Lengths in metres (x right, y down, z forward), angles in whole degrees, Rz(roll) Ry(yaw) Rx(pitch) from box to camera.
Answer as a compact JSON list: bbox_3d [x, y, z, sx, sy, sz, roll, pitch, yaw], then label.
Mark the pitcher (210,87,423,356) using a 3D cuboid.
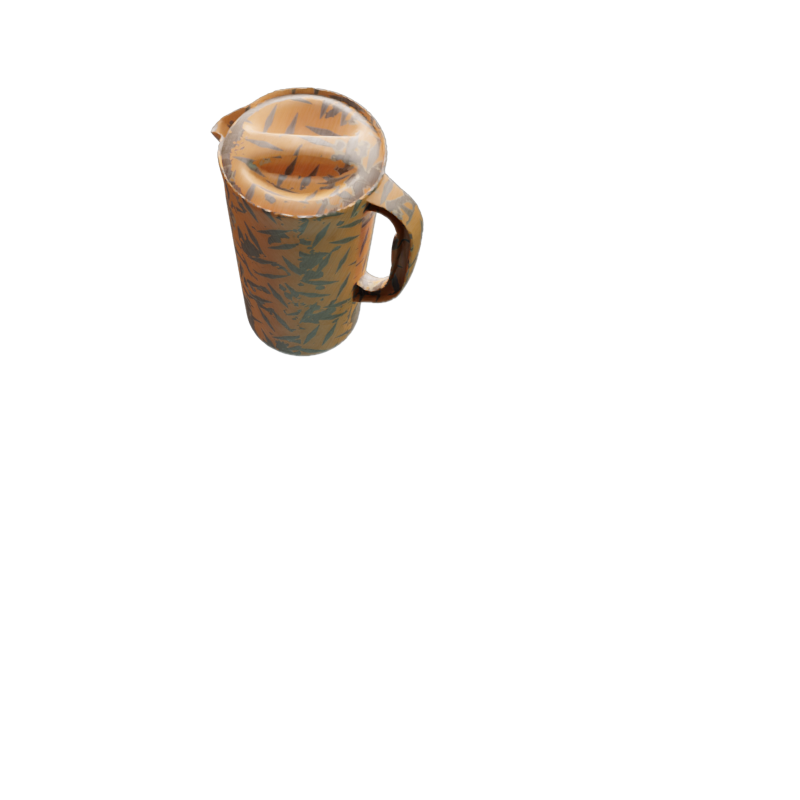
[{"bbox_3d":[-0.074,-0.136,0.950,0.144,0.160,0.228,-14,-30,-11],"label":"pitcher"}]
